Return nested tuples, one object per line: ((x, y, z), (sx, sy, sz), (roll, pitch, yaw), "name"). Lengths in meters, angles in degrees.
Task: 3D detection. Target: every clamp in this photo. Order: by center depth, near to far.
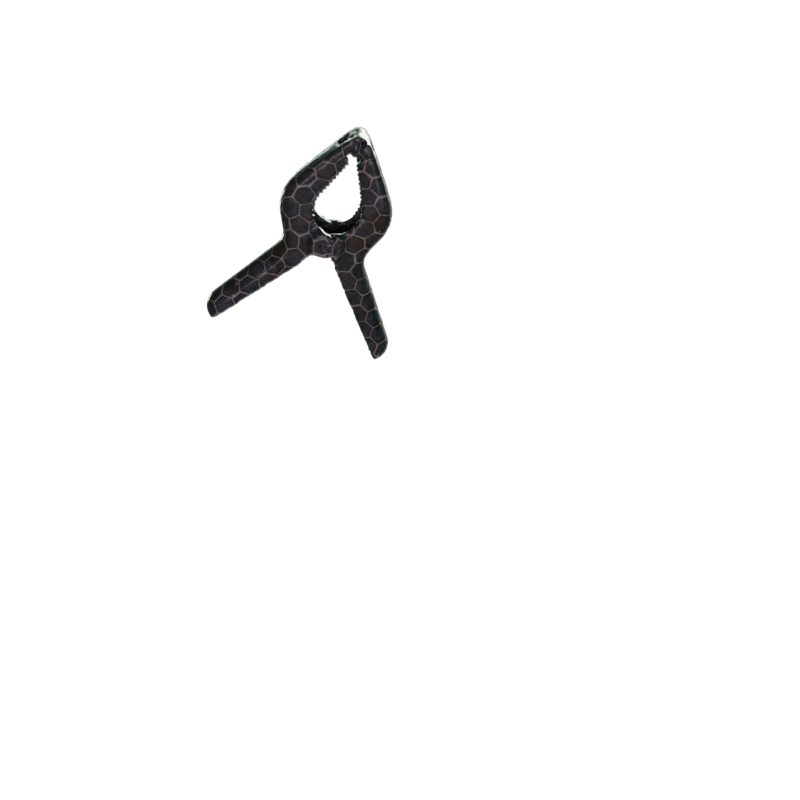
((-0.074, -0.135, 0.945), (0.163, 0.199, 0.039), (9, 29, -5), "clamp")
